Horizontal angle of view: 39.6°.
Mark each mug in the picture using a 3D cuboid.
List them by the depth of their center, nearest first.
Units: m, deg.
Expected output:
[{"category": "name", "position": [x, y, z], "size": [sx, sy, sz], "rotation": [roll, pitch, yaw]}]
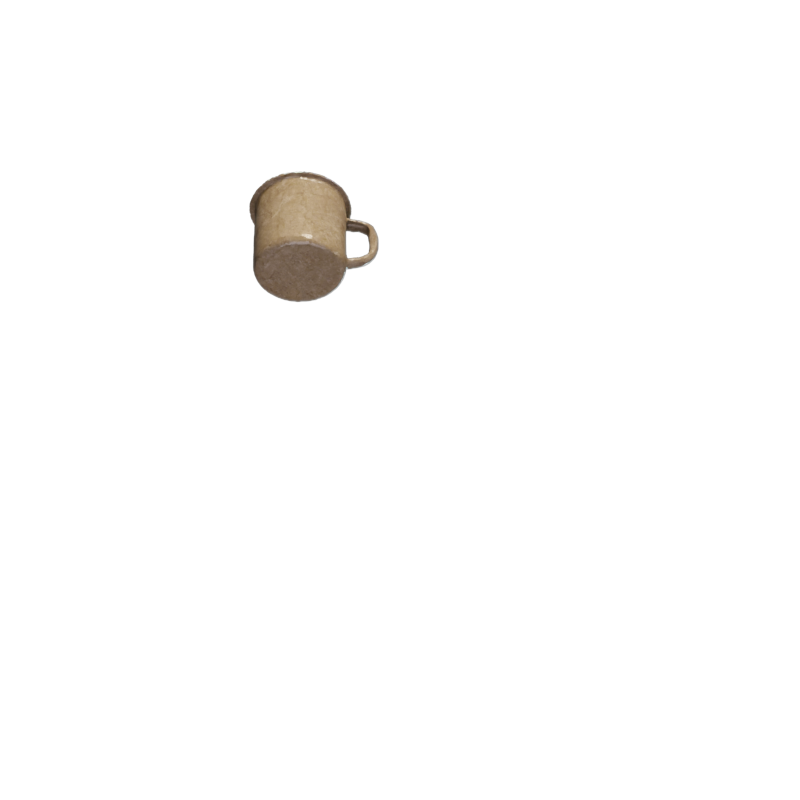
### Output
[{"category": "mug", "position": [-0.077, -0.141, 0.985], "size": [0.116, 0.087, 0.088], "rotation": [6, -42, -8]}]
